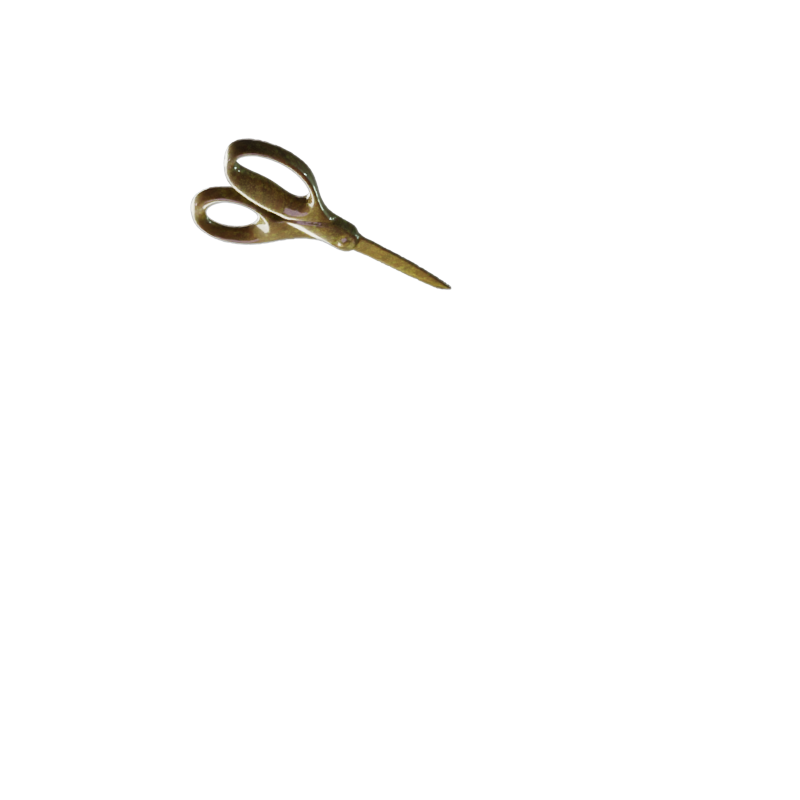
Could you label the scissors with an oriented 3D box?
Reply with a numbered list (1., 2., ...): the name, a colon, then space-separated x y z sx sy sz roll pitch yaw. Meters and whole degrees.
1. scissors: -0.059 -0.107 0.748 0.097 0.017 0.187 -23 -41 29
